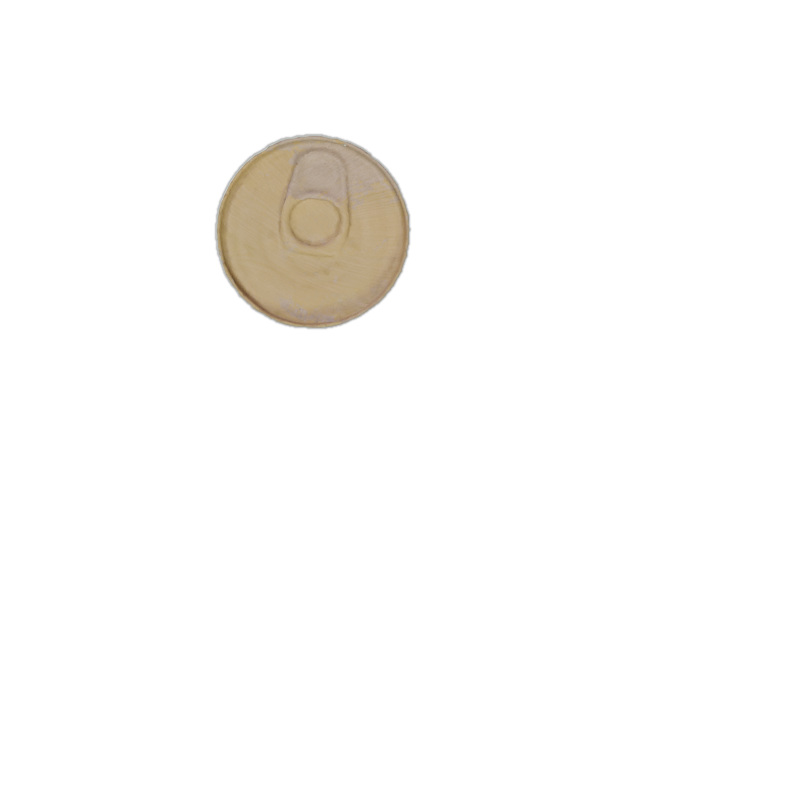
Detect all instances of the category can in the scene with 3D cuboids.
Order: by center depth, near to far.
[{"bbox_3d":[-0.034,-0.062,0.437,0.068,0.069,0.102,0,1,-3],"label":"can"}]
